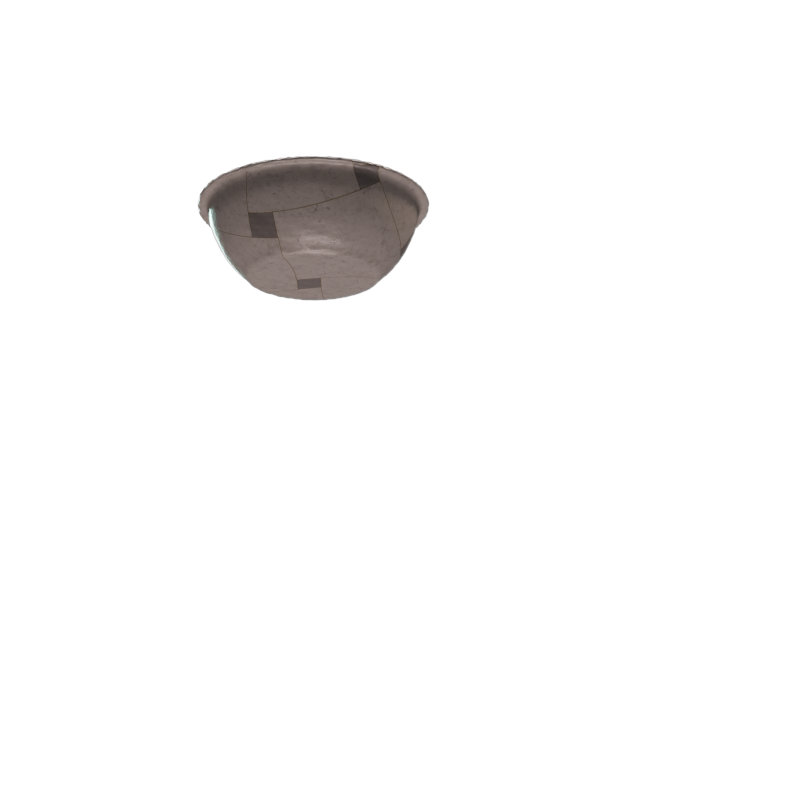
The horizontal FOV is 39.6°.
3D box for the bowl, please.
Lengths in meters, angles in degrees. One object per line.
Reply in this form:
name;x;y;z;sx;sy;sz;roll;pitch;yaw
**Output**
bowl;-0.060;-0.109;0.766;0.162;0.058;0.155;0;-16;-2
